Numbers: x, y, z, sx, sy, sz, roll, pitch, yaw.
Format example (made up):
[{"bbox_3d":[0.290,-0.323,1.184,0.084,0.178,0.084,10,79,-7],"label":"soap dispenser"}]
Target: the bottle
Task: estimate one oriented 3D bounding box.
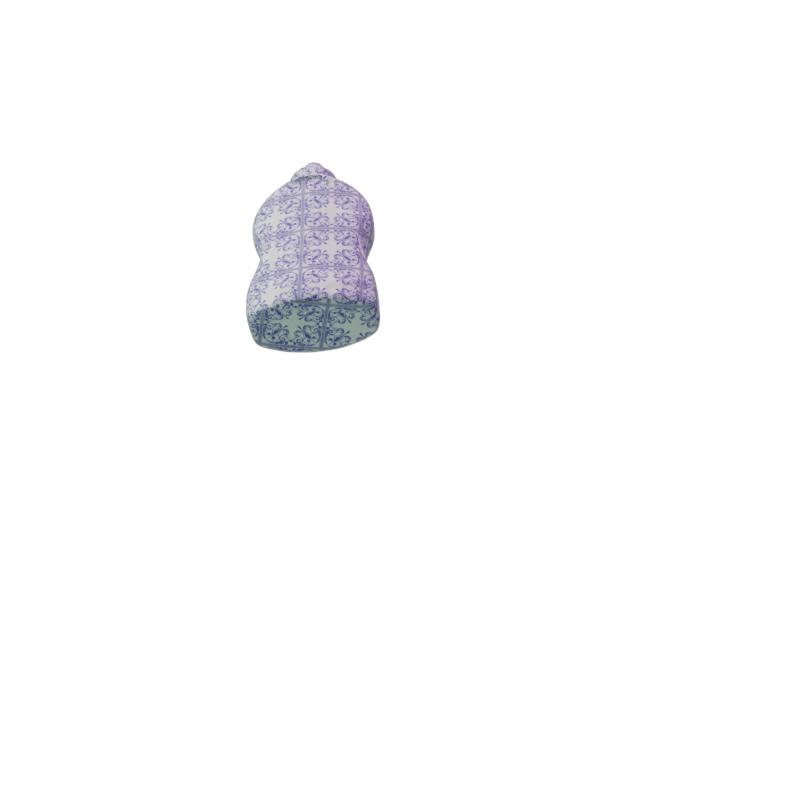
[{"bbox_3d":[-0.068,-0.123,0.867,0.096,0.206,0.054,-9,-45,5],"label":"bottle"}]
